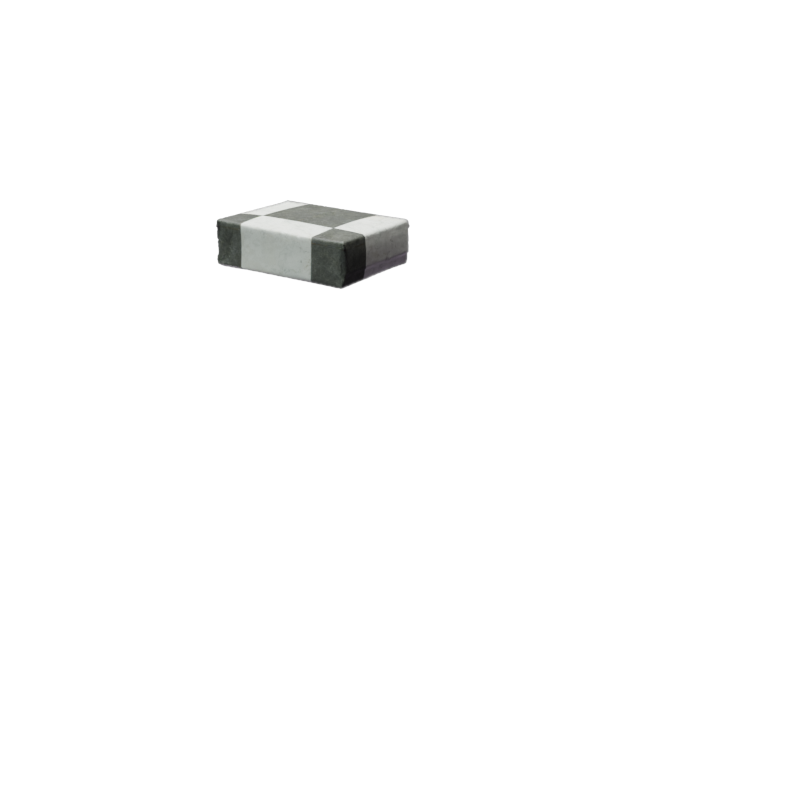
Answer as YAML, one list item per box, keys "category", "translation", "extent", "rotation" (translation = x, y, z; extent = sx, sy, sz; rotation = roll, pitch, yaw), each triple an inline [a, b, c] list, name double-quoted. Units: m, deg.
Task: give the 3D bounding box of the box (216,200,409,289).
- category: "box"
  translation: [-0.063, -0.115, 0.808]
  extent: [0.119, 0.038, 0.089]
  rotation: [12, 22, 30]
